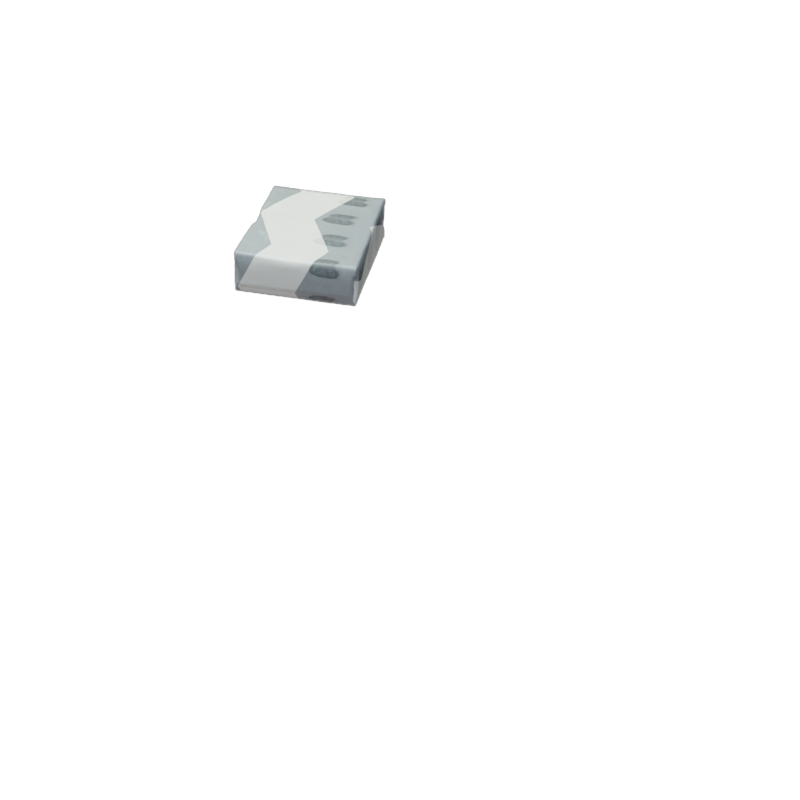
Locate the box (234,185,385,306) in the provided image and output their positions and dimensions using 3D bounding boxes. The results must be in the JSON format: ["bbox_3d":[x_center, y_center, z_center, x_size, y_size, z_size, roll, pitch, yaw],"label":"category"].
[{"bbox_3d":[-0.052,-0.095,0.666,0.074,0.028,0.094,7,37,10],"label":"box"}]
